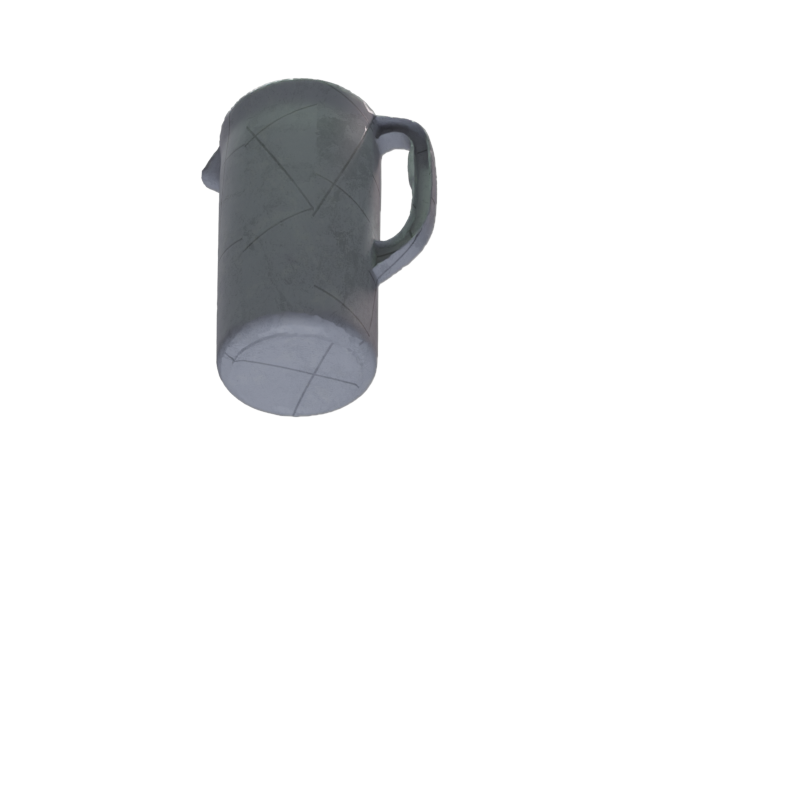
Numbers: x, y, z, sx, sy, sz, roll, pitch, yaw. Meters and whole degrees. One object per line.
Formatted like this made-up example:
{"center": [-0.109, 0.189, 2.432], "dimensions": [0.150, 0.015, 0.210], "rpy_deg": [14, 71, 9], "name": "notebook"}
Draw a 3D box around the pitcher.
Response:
{"center": [-0.064, -0.116, 0.812], "dimensions": [0.139, 0.261, 0.145], "rpy_deg": [20, -45, -25], "name": "pitcher"}
